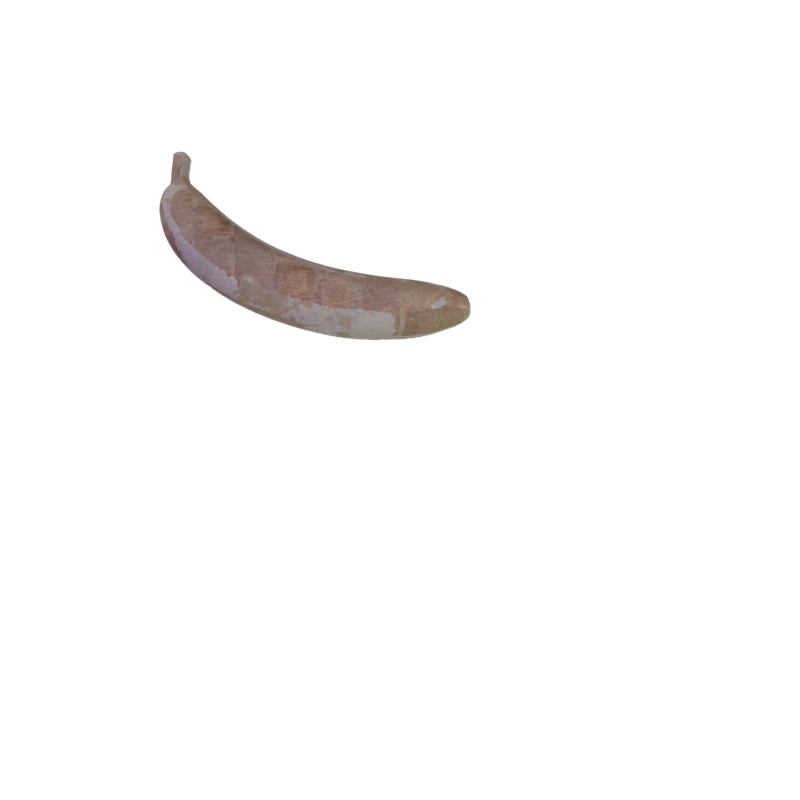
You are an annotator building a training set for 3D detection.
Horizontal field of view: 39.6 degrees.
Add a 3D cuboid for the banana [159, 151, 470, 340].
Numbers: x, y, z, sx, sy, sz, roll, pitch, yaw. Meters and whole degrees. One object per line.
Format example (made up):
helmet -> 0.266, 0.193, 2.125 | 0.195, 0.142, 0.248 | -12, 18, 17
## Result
banana -> -0.061, -0.075, 0.614 | 0.203, 0.071, 0.035 | 29, -20, 12
